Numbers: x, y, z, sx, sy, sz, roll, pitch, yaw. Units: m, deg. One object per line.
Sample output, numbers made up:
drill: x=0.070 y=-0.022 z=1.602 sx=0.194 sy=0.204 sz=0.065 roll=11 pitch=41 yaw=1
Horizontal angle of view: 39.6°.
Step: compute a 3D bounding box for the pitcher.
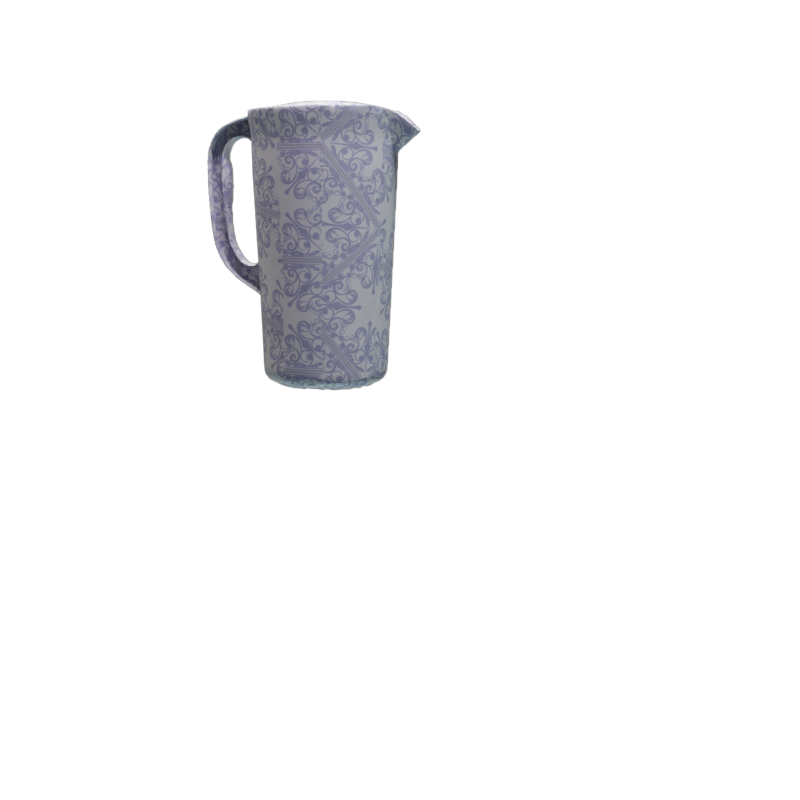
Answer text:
pitcher: x=-0.075 y=-0.138 z=0.964 sx=0.140 sy=0.240 sz=0.156 roll=-3 pitch=7 yaw=-32
